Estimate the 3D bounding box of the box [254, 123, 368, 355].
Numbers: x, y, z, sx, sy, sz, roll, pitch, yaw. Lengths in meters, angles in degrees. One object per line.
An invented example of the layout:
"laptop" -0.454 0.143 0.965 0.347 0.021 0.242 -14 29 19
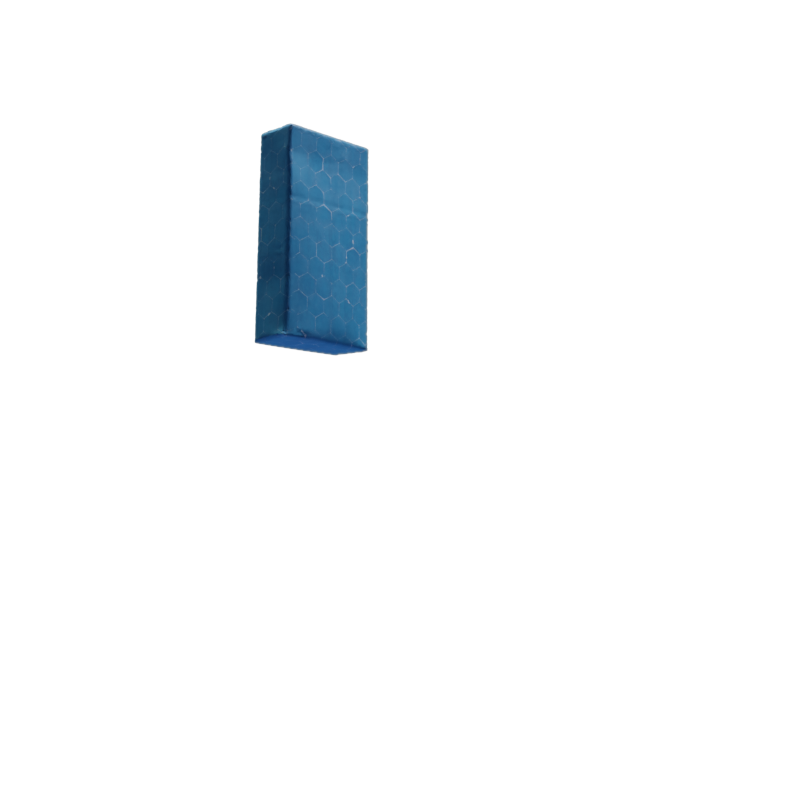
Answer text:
"box" -0.072 -0.130 0.914 0.088 0.183 0.049 13 -20 -43
